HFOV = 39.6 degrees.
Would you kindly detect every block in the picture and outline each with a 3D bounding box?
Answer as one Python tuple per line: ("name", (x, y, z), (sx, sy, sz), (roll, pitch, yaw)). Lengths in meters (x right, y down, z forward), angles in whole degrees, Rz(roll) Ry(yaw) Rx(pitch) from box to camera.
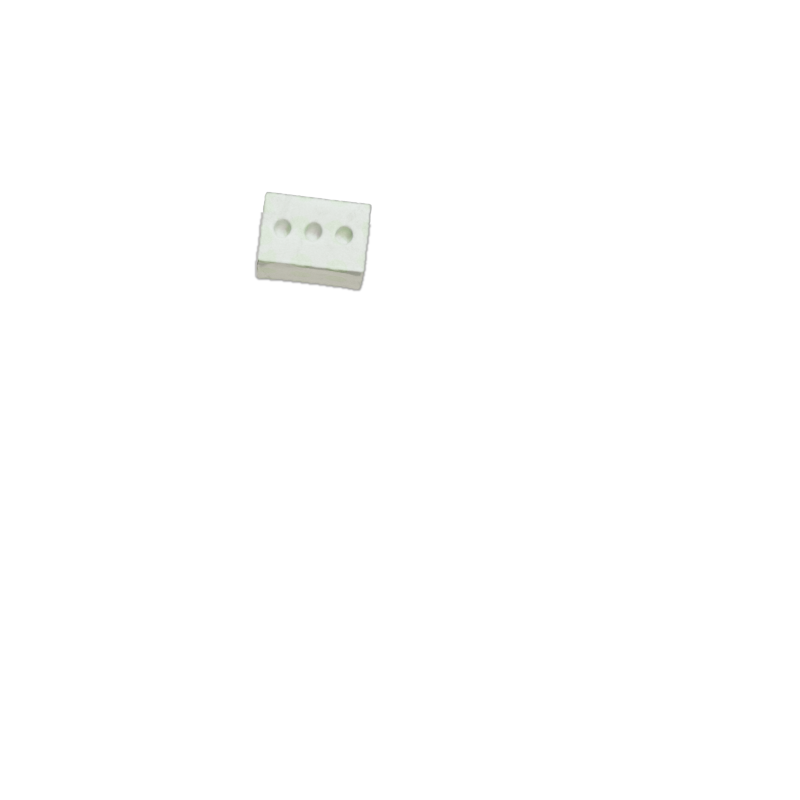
("block", (-0.062, -0.114, 0.796), (0.078, 0.055, 0.049), (6, -13, 0))
